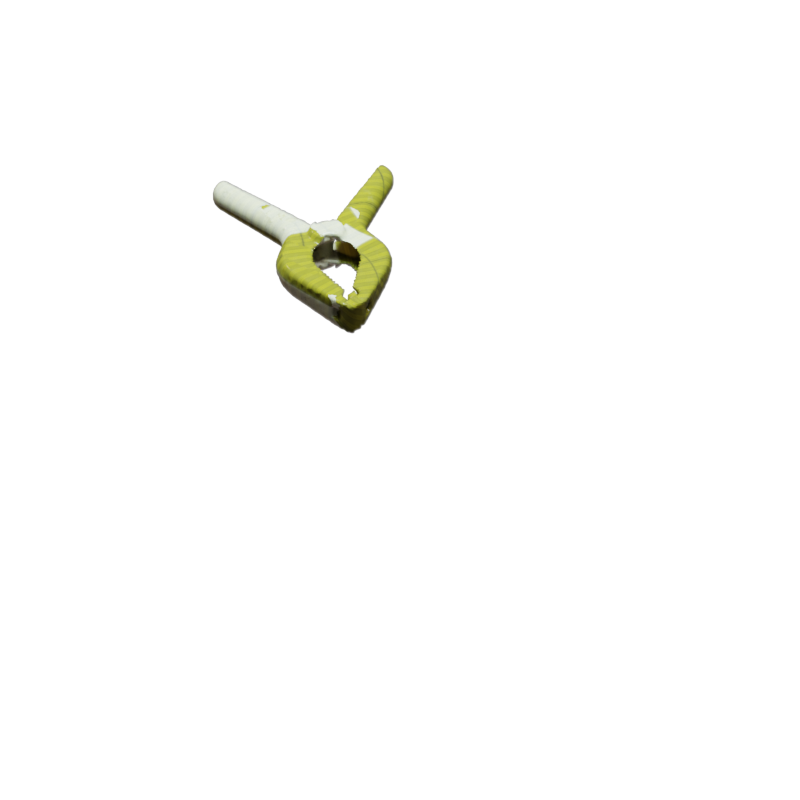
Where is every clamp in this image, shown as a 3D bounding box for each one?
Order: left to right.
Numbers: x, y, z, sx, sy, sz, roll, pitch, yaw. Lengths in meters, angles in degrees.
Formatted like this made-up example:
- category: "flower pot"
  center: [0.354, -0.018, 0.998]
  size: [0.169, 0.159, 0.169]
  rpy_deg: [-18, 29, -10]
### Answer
- category: "clamp"
  center: [-0.073, -0.133, 0.931]
  size: [0.163, 0.034, 0.226]
  rpy_deg: [-5, 41, -6]
